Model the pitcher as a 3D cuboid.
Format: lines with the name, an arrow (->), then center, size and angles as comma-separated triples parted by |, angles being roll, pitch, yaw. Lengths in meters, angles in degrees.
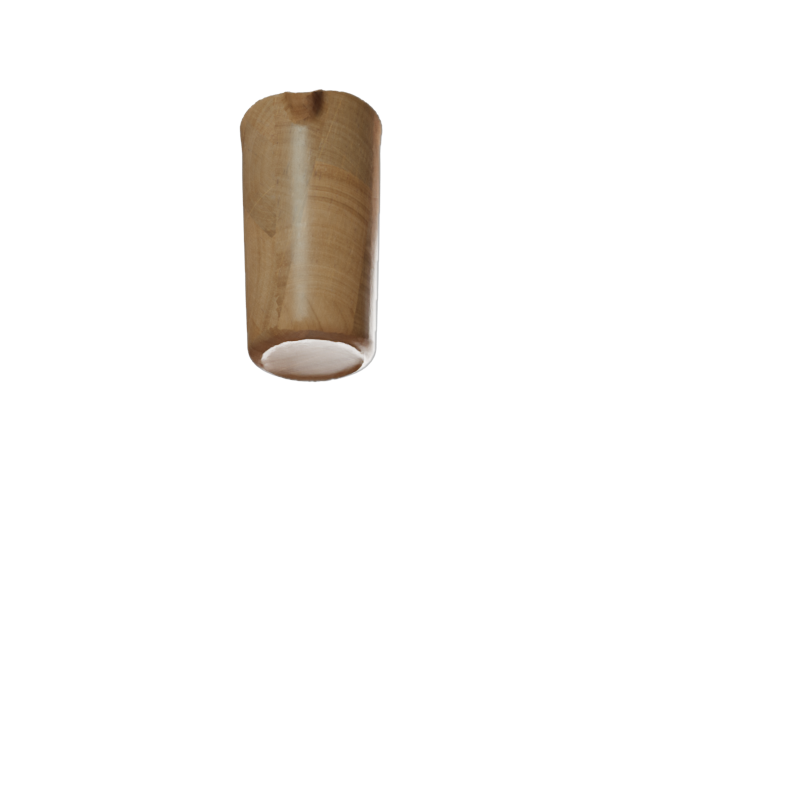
pitcher -> -0.077, -0.141, 0.989 | 0.140, 0.258, 0.145 | 22, -35, -38
